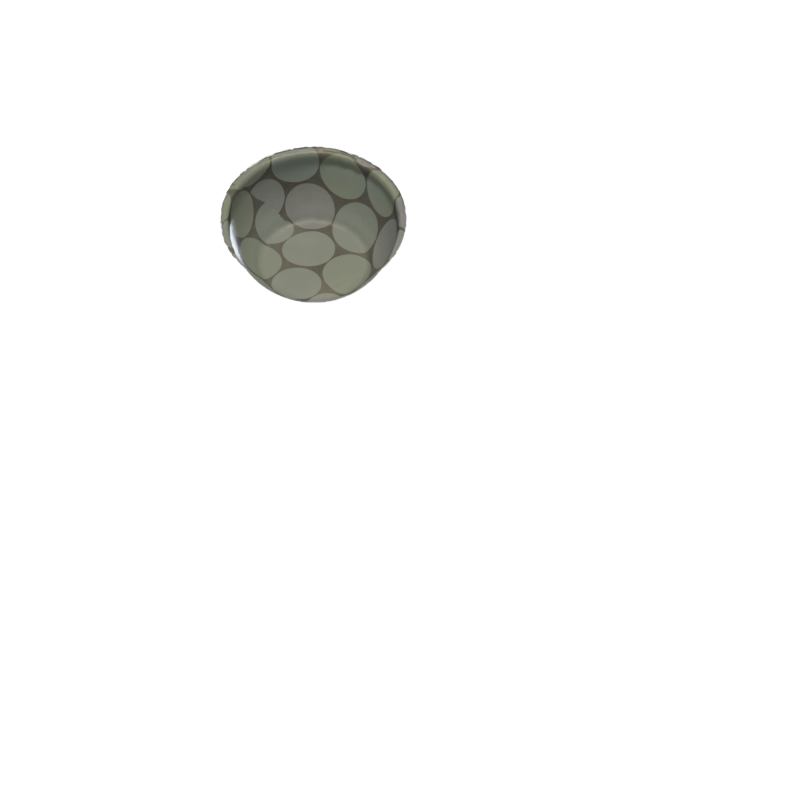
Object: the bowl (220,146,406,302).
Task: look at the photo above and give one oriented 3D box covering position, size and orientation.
[{"bbox_3d":[-0.074,-0.134,0.940,0.162,0.151,0.059,1,44,-1],"label":"bowl"}]
